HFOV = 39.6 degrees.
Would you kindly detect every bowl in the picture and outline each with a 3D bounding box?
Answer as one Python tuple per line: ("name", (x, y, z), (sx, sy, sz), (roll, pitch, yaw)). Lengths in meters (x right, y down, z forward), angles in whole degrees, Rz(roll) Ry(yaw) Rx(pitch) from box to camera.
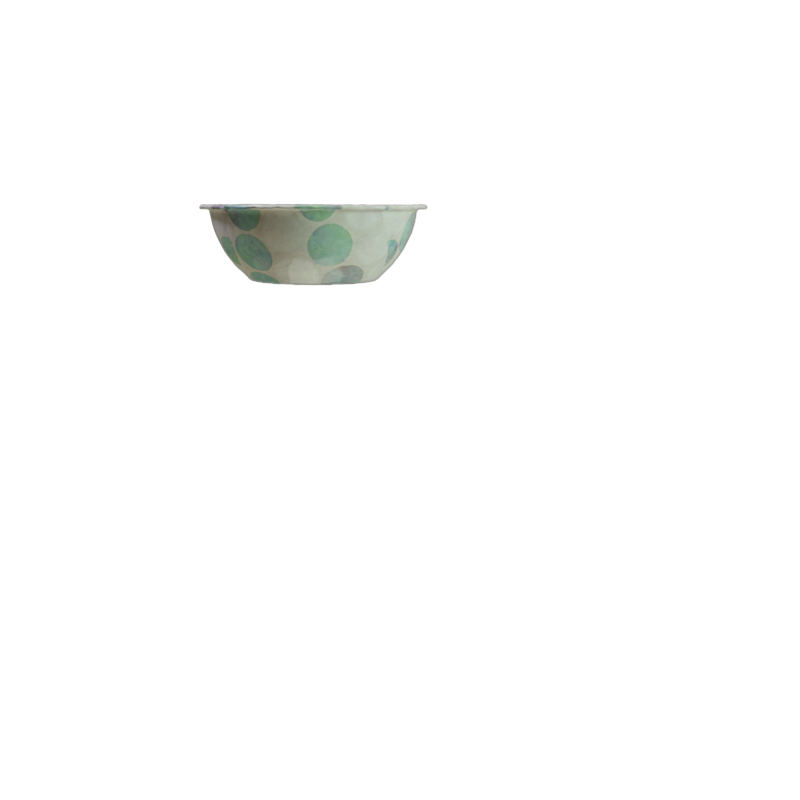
("bowl", (-0.062, -0.113, 0.789), (0.162, 0.054, 0.165), (0, 10, -2))
